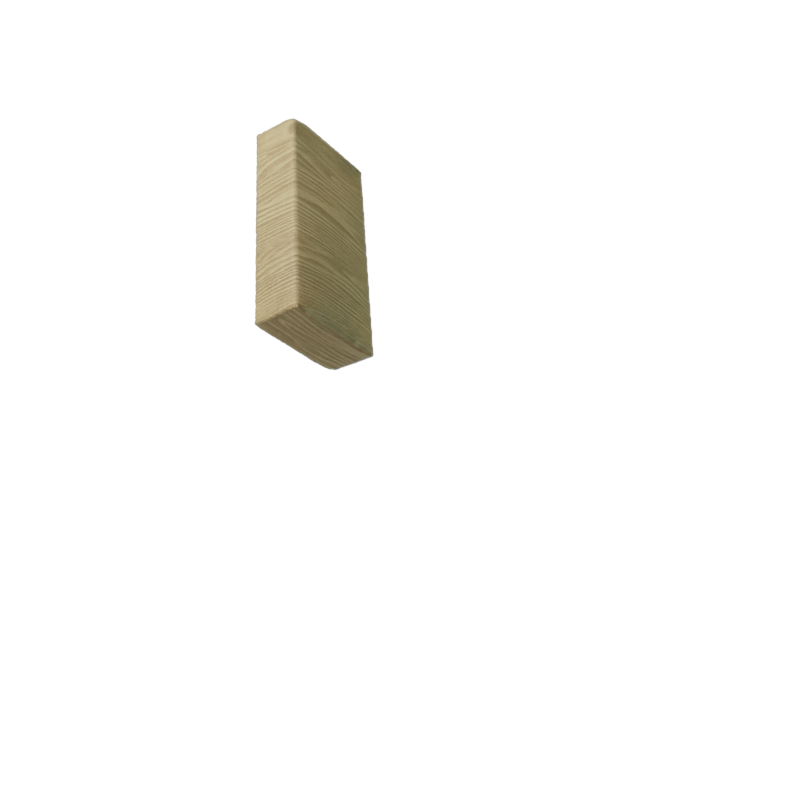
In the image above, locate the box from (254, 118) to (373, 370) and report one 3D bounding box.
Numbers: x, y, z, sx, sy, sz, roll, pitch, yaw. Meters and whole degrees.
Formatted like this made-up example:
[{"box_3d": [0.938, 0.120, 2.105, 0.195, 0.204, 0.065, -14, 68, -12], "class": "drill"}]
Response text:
[{"box_3d": [-0.065, -0.120, 0.836, 0.048, 0.188, 0.087, -23, -37, 29], "class": "box"}]
